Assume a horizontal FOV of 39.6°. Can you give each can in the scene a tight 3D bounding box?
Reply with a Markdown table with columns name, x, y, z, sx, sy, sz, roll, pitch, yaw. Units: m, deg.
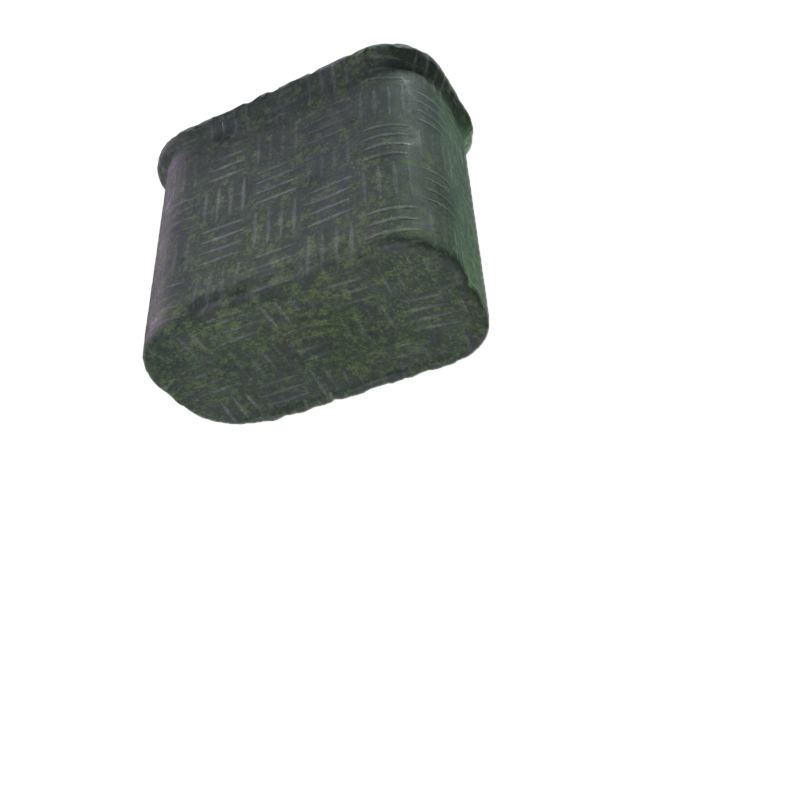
| name | x | y | z | sx | sy | sz | roll | pitch | yaw |
| --- | --- | --- | --- | --- | --- | --- | --- | --- | --- |
| can | -0.026 | -0.048 | 0.334 | 0.103 | 0.090 | 0.053 | -19 | -43 | 19 |
